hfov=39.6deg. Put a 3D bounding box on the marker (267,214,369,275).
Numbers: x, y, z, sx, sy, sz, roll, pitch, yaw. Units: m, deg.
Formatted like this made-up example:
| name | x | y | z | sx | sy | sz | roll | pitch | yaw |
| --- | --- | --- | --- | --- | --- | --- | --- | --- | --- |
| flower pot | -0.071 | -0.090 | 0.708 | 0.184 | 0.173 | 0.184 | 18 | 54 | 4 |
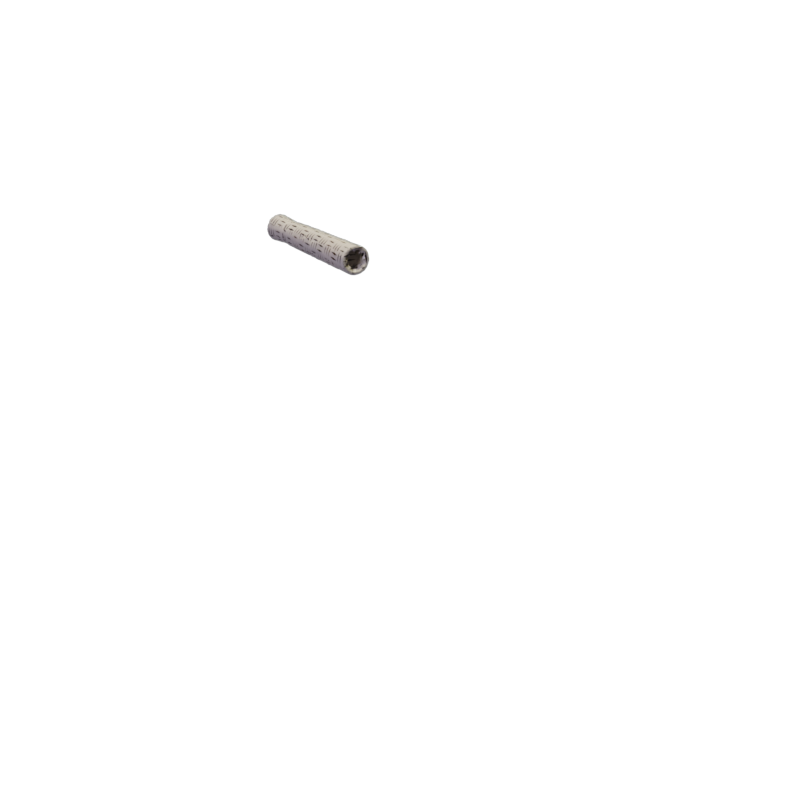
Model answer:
| name | x | y | z | sx | sy | sz | roll | pitch | yaw |
| --- | --- | --- | --- | --- | --- | --- | --- | --- | --- |
| marker | -0.057 | -0.103 | 0.722 | 0.019 | 0.019 | 0.128 | -2 | 18 | -29 |
